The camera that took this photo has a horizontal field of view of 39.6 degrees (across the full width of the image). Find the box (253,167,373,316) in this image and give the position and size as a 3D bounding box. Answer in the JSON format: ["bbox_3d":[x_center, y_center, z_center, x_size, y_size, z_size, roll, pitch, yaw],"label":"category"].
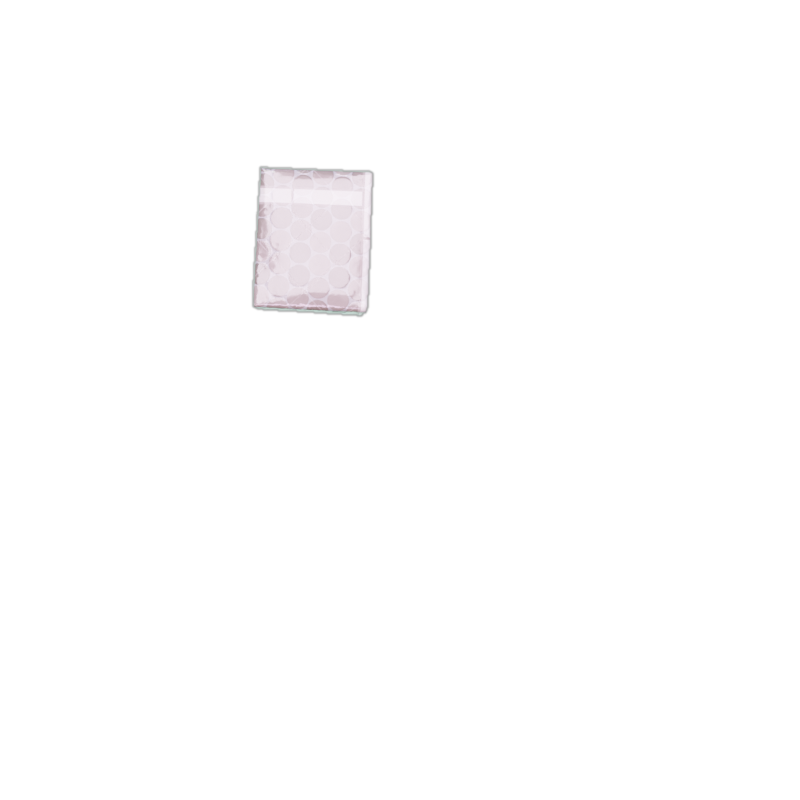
[{"bbox_3d":[-0.069,-0.125,0.877,0.090,0.115,0.038,2,-7,0],"label":"box"}]
